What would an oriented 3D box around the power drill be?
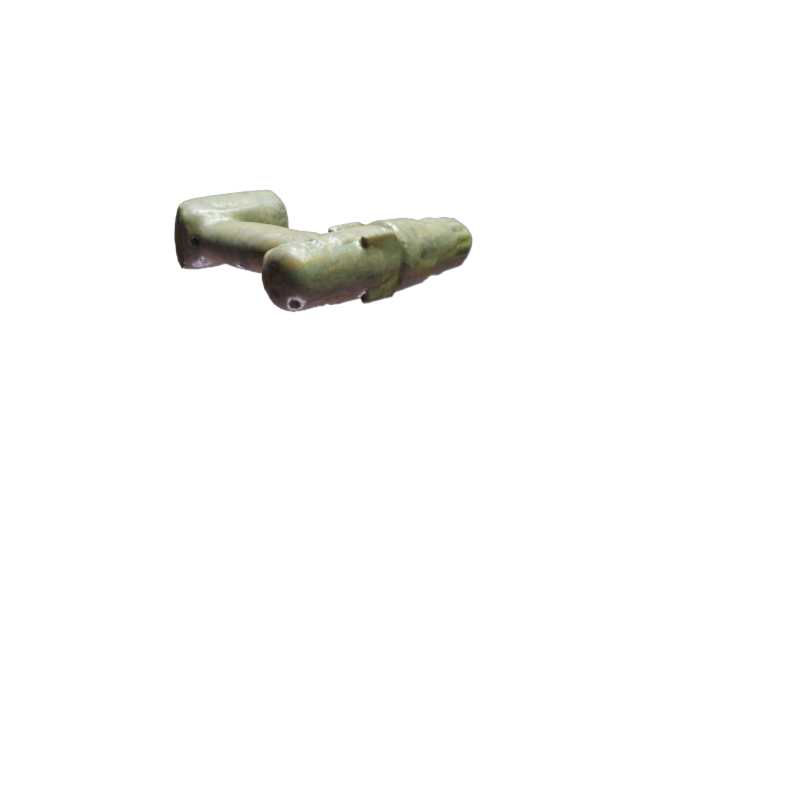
[{"bbox_3d":[-0.065,-0.118,0.829,0.180,0.055,0.198,-16,24,-41],"label":"power drill"}]
